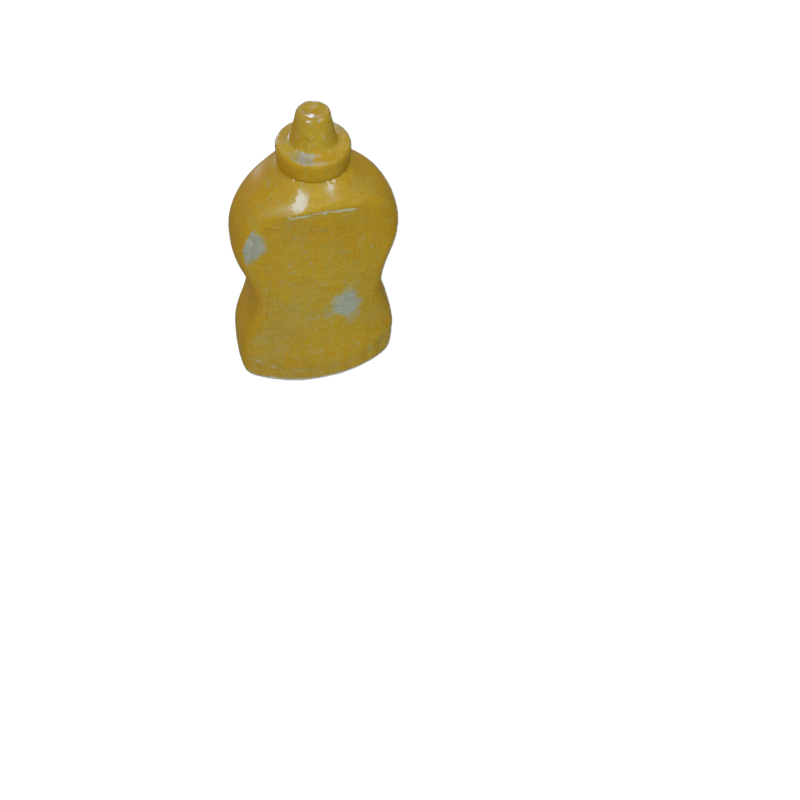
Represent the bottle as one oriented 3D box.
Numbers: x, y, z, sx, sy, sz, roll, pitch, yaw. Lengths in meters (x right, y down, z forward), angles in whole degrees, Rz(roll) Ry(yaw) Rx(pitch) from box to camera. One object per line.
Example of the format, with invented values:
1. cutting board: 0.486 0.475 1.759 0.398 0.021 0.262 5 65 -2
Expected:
1. bottle: -0.050 -0.092 0.640 0.095 0.063 0.179 -8 -39 -10
